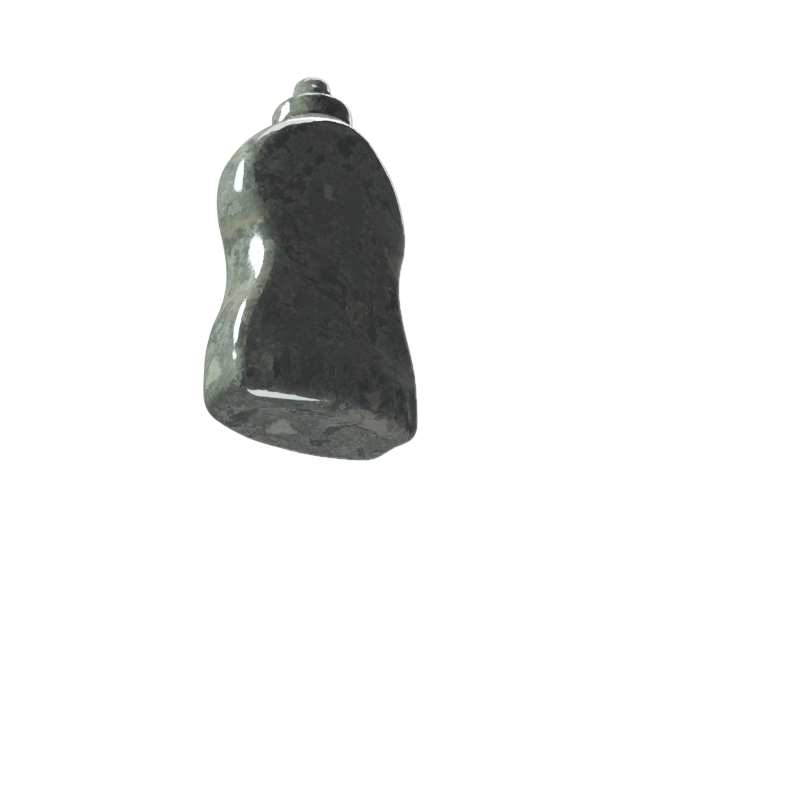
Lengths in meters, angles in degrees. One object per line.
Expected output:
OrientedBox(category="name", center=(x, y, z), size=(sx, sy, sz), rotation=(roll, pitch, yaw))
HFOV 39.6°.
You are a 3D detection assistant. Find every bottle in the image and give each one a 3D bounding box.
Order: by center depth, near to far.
OrientedBox(category="bottle", center=(-0.041, -0.074, 0.521), size=(0.091, 0.204, 0.058), rotation=(17, -36, -30))
